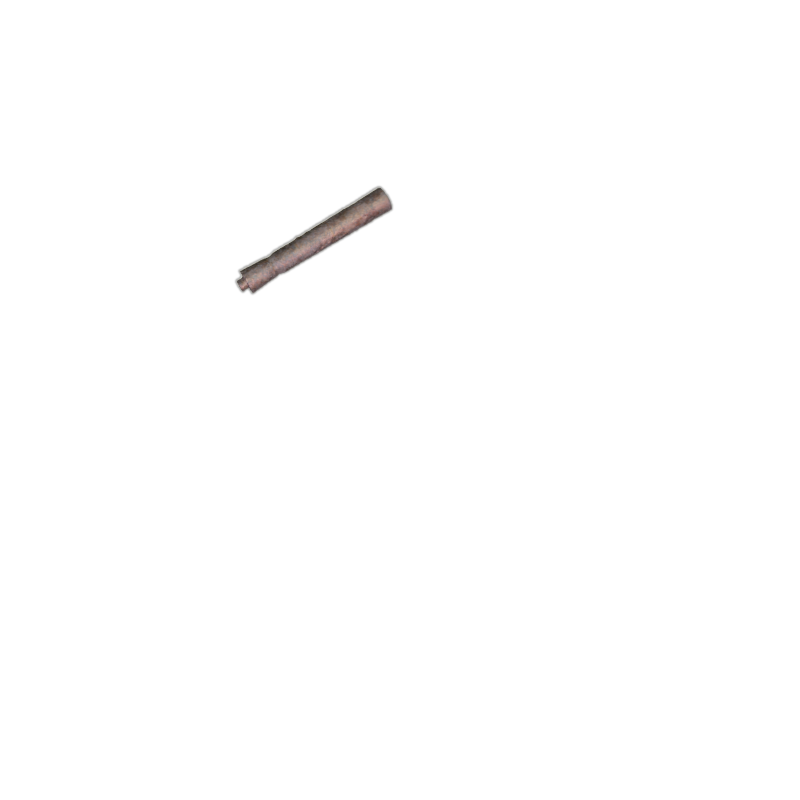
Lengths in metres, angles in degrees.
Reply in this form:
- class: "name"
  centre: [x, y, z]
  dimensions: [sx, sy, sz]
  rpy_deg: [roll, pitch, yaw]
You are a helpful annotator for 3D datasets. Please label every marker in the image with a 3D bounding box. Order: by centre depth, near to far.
- class: "marker"
  centre: [-0.060, -0.110, 0.772]
  dimensions: [0.121, 0.019, 0.020]
  rpy_deg: [-32, 10, -8]
